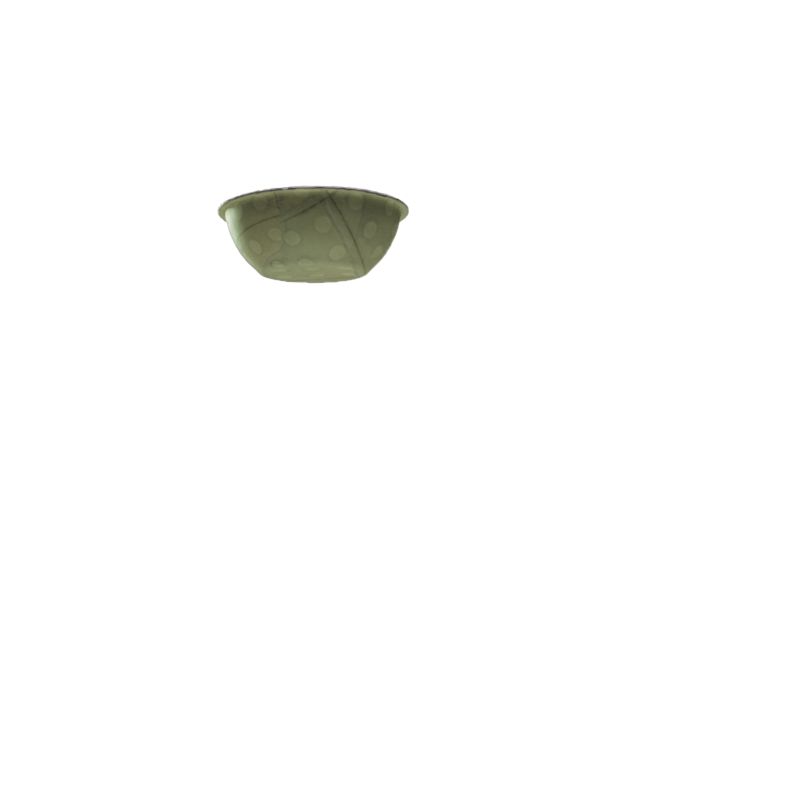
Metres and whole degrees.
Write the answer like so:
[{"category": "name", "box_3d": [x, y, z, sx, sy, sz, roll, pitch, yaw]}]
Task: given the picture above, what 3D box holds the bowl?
[{"category": "bowl", "box_3d": [-0.073, -0.133, 0.929, 0.162, 0.056, 0.159, 0, -5, -2]}]
